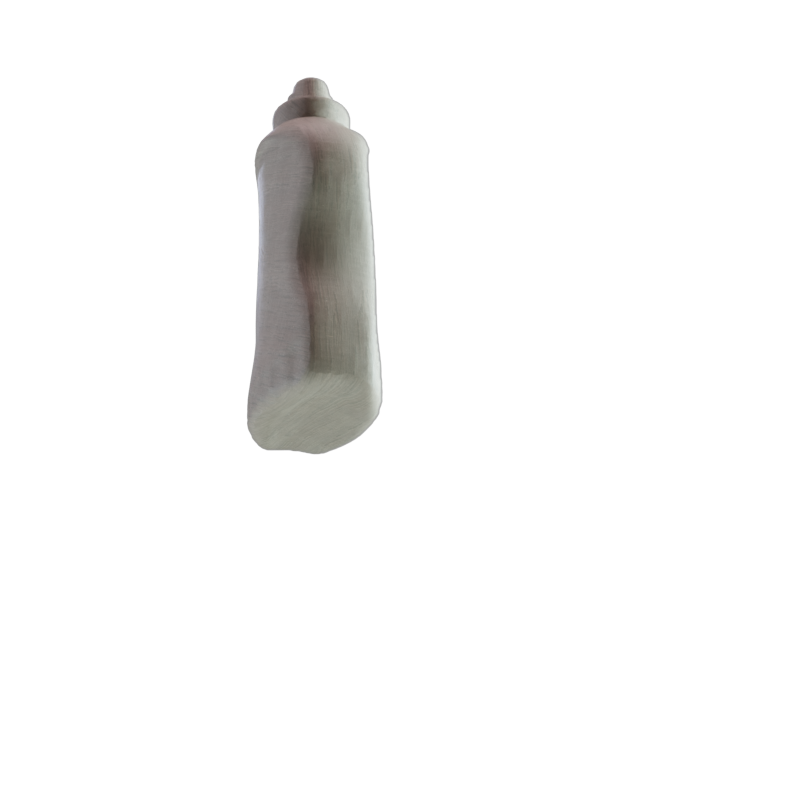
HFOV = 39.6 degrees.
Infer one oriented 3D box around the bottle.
[{"bbox_3d":[-0.043,-0.078,0.548,0.057,0.203,0.092,6,-28,-15],"label":"bottle"}]
